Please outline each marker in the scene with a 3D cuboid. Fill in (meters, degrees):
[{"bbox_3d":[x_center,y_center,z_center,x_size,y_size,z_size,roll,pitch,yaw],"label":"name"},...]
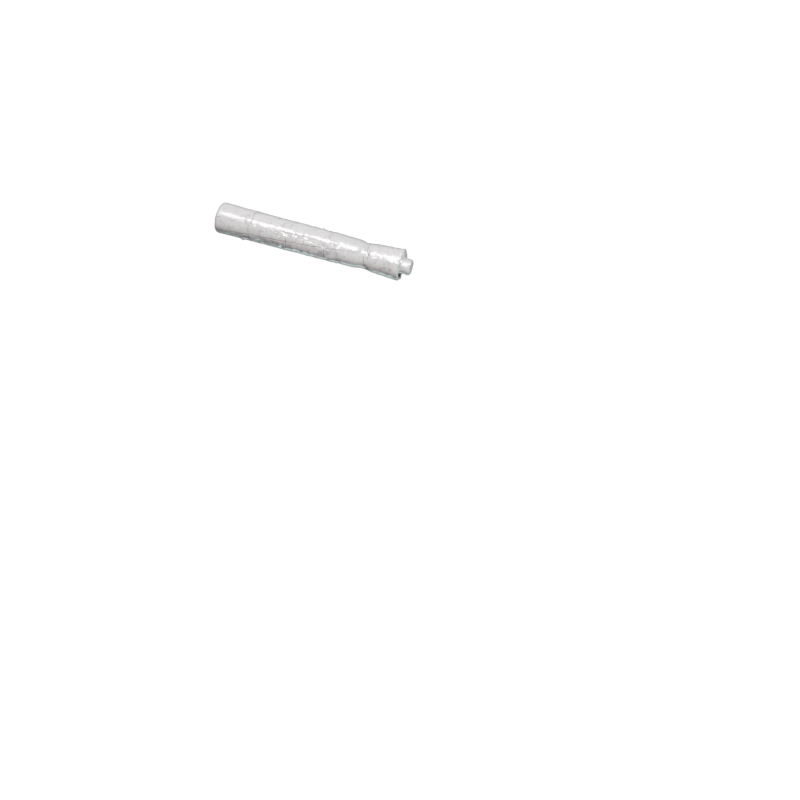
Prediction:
[{"bbox_3d":[-0.051,-0.093,0.651,0.125,0.019,0.019,17,8,16],"label":"marker"}]
